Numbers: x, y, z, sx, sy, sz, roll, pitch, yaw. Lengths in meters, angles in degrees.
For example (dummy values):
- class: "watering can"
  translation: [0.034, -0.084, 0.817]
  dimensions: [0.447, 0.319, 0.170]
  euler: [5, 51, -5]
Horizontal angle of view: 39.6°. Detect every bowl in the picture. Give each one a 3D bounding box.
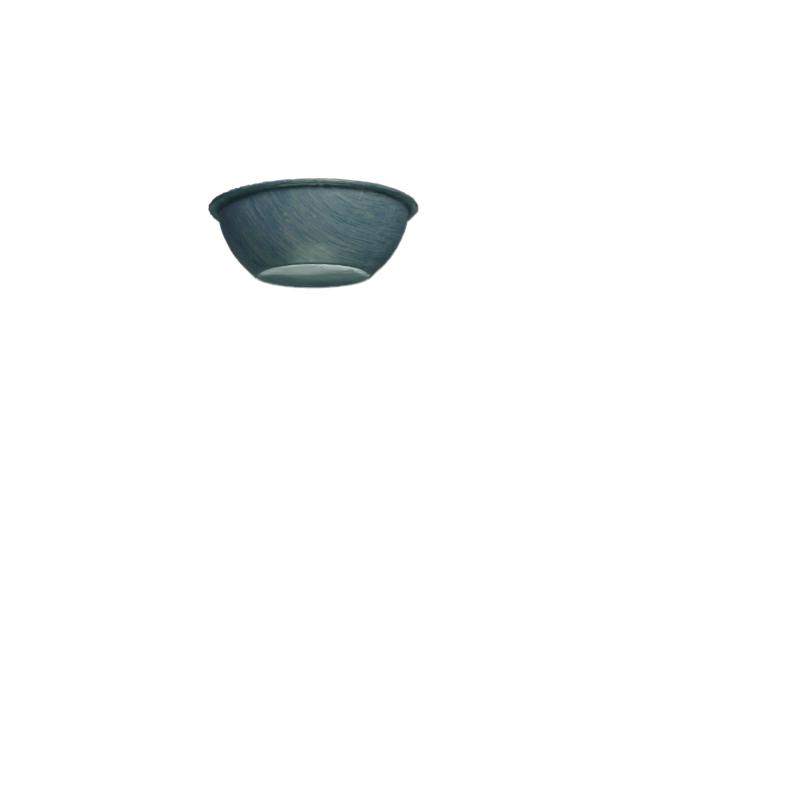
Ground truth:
- class: "bowl"
  translation: [-0.066, -0.121, 0.848]
  dimensions: [0.162, 0.057, 0.158]
  euler: [0, -7, -2]
